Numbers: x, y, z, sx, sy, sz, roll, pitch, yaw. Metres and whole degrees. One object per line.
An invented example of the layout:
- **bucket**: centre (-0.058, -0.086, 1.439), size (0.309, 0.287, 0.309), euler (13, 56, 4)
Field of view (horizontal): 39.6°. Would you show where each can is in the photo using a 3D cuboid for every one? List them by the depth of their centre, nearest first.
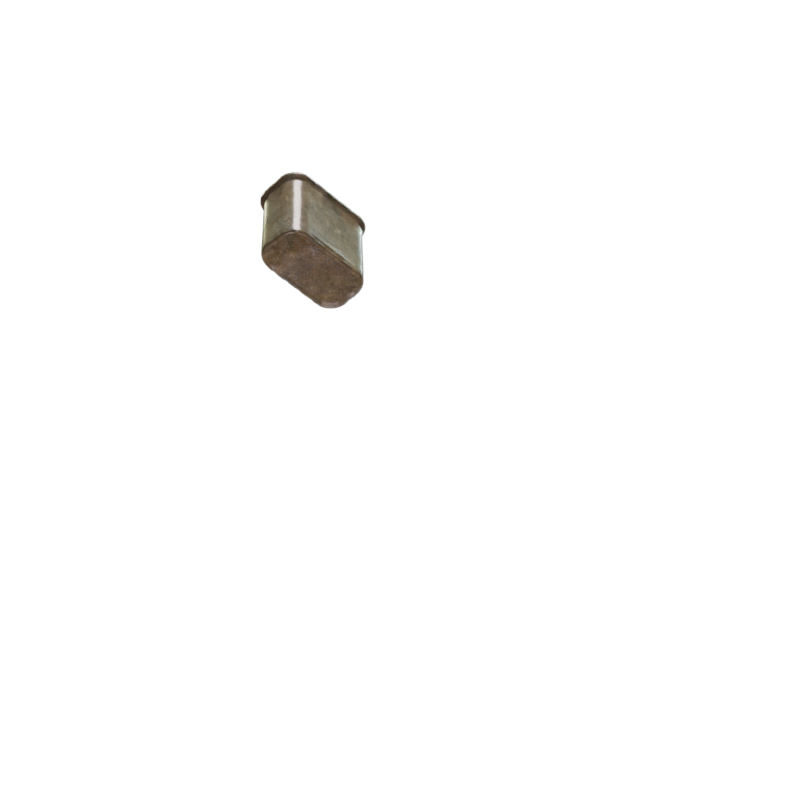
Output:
- **can**: centre (-0.078, -0.143, 1.000), size (0.096, 0.090, 0.057), euler (35, -58, -29)
